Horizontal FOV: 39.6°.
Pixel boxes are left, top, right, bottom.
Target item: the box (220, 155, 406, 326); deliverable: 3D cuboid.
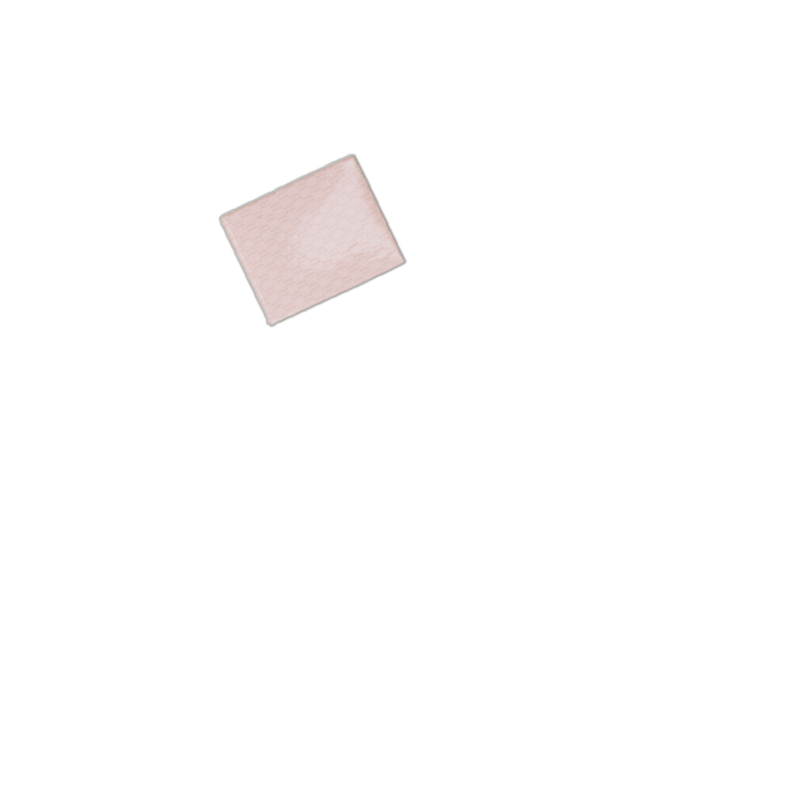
[{"bbox_3d":[-0.065,-0.118,0.827,0.113,0.091,0.039,-26,-3,-2],"label":"box"}]
